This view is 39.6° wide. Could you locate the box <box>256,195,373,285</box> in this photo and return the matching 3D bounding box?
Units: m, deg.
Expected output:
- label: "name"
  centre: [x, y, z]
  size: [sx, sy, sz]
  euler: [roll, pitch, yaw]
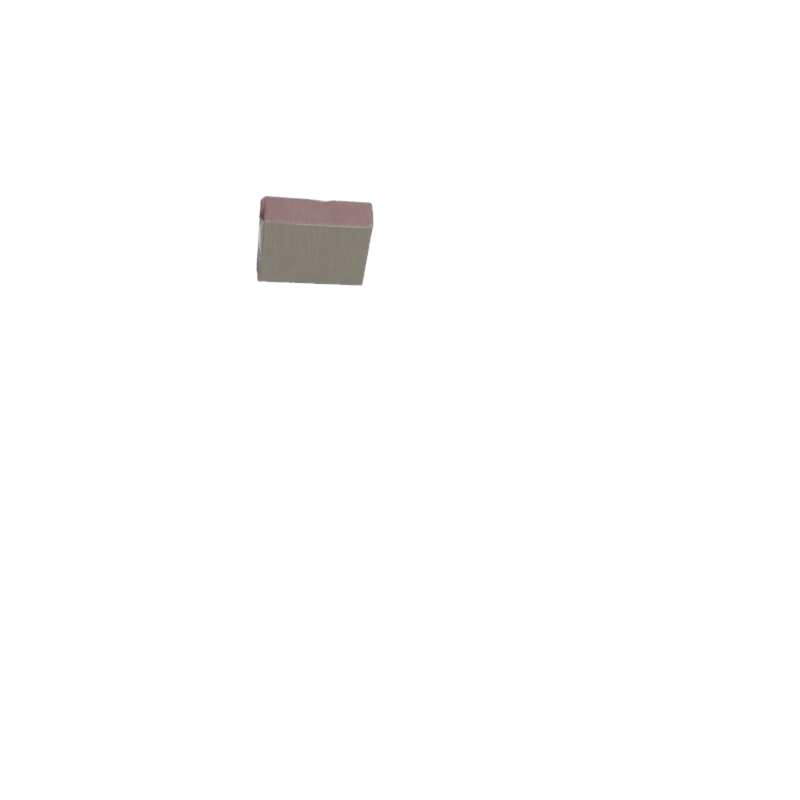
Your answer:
- label: "box"
  centre: [-0.070, -0.127, 0.888]
  size: [0.089, 0.032, 0.068]
  euler: [3, -38, -5]
